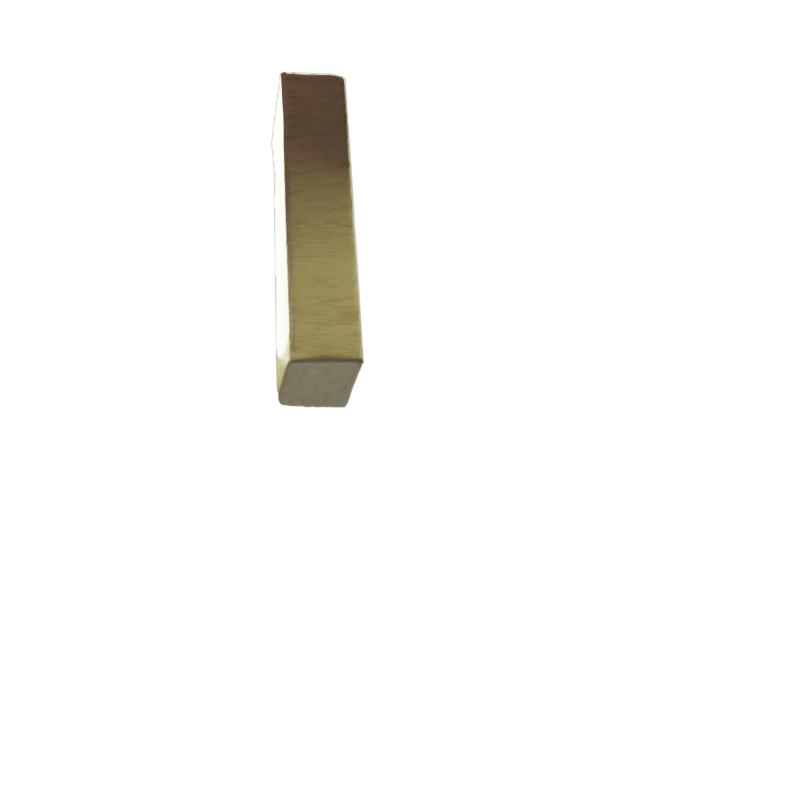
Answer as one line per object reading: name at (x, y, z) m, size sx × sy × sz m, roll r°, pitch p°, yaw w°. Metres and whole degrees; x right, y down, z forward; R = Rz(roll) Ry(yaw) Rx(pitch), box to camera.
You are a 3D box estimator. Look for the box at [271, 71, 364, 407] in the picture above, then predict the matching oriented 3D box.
box at (-0.050, -0.092, 0.644) m, size 0.048 × 0.185 × 0.090 m, roll 2°, pitch -21°, yaw -9°
